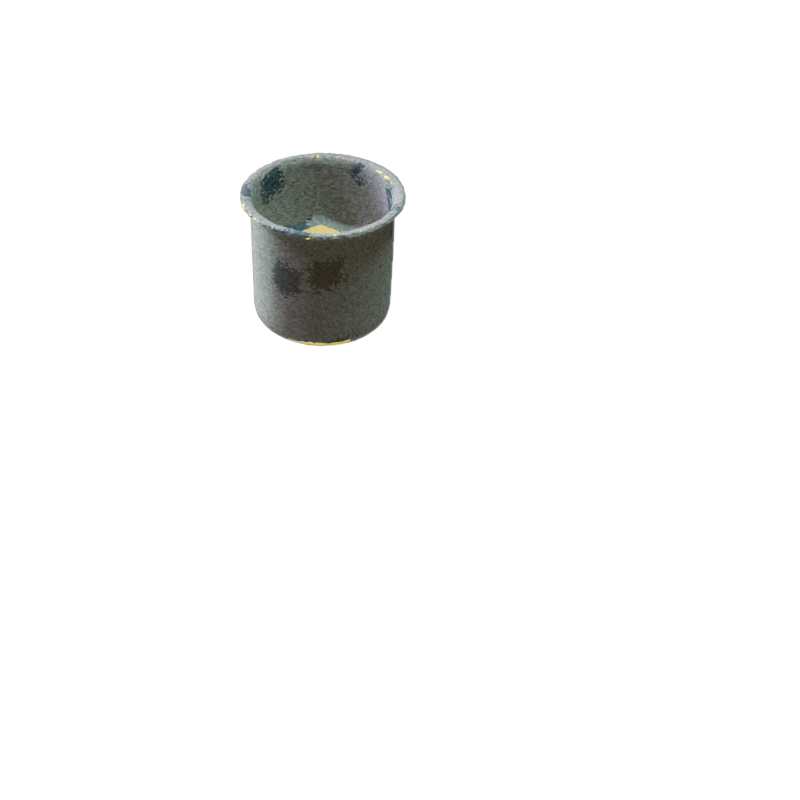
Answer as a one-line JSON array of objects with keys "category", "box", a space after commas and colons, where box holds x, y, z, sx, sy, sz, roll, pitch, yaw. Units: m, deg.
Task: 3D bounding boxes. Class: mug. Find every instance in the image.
[{"category": "mug", "box": [-0.051, -0.093, 0.651, 0.092, 0.076, 0.127, -17, 41, -23]}]
